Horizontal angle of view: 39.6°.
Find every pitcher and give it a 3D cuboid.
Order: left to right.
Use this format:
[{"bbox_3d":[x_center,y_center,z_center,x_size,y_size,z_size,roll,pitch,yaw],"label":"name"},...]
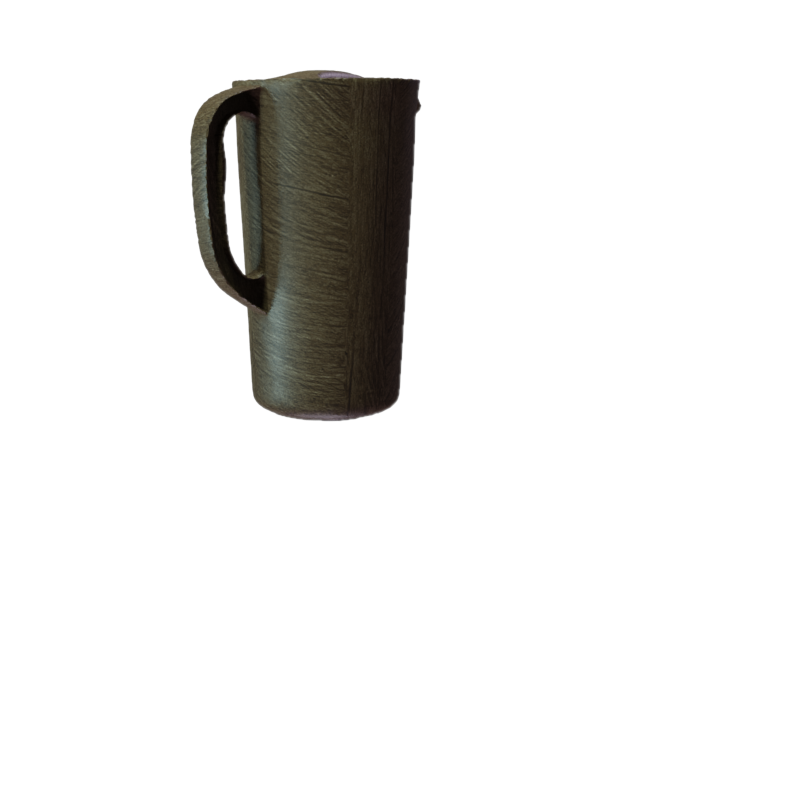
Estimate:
[{"bbox_3d":[-0.062,-0.113,0.793,0.150,0.239,0.146,1,8,6],"label":"pitcher"}]
